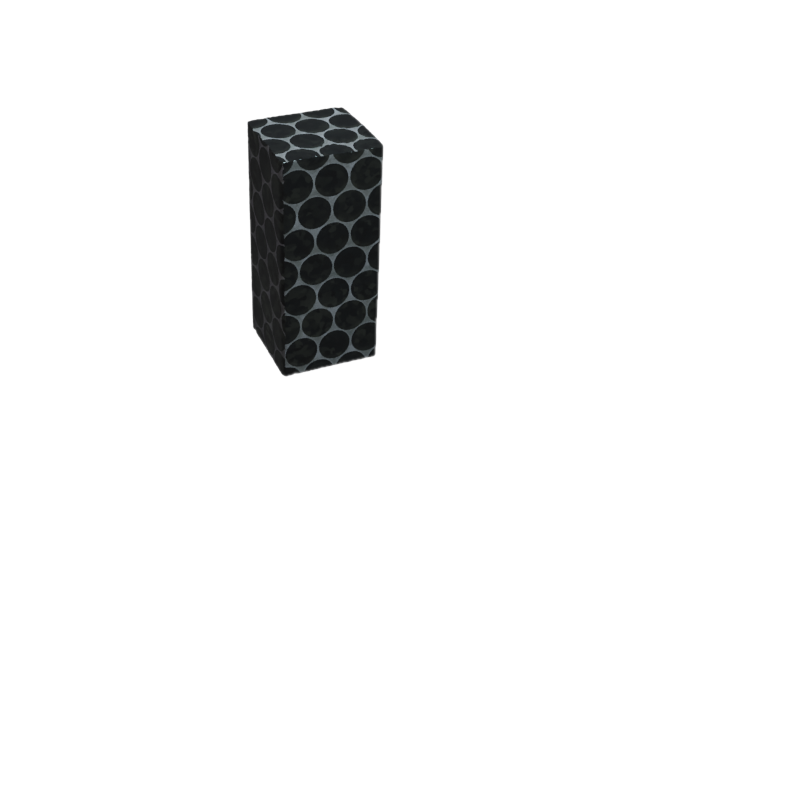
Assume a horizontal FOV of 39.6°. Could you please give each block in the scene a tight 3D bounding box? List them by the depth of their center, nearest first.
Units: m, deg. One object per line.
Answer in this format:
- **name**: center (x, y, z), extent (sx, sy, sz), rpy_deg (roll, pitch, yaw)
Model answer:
- **block**: center (-0.075, -0.137, 0.961), extent (0.089, 0.194, 0.097), rpy_deg (-12, 35, -21)
